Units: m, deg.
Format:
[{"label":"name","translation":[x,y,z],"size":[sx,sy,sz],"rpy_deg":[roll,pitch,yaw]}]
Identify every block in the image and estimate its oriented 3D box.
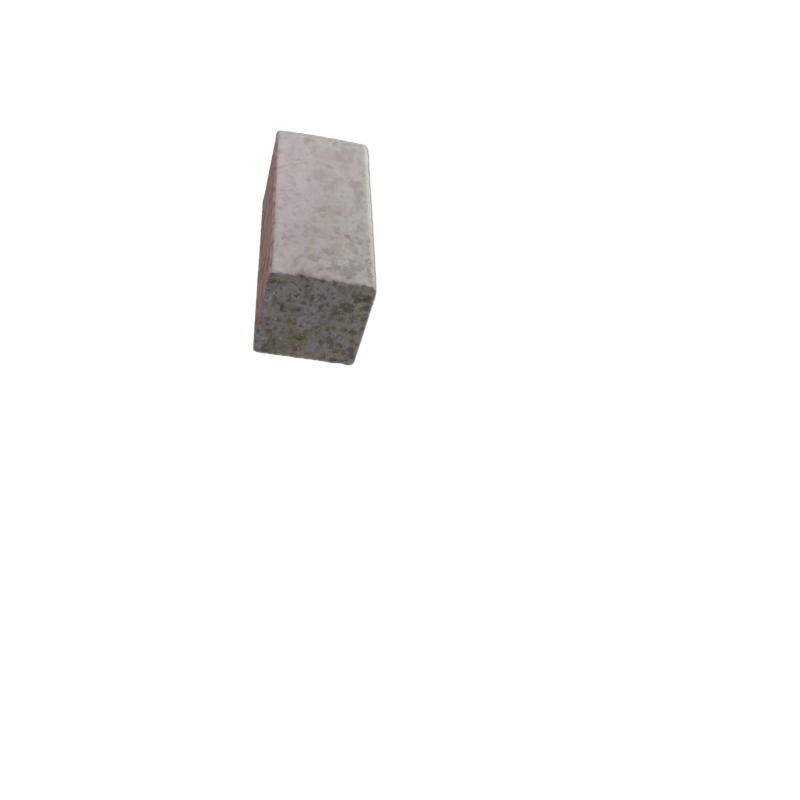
[{"label":"block","translation":[-0.076,-0.141,0.986],"size":[0.089,0.086,0.221],"rpy_deg":[8,42,-11]}]
